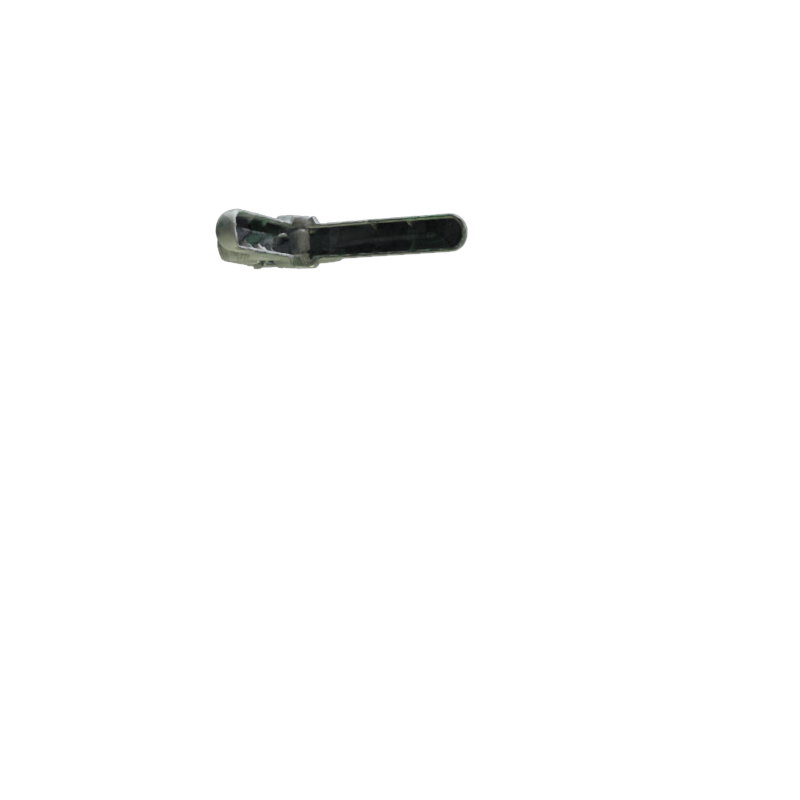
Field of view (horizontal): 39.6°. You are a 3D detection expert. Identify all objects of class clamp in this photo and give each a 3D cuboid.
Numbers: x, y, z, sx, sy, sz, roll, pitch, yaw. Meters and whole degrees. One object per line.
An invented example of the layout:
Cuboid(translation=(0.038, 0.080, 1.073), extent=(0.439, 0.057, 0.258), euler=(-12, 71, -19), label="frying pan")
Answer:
Cuboid(translation=(-0.060, -0.109, 0.766), extent=(0.161, 0.036, 0.214), euler=(-1, 4, -17), label="clamp")
